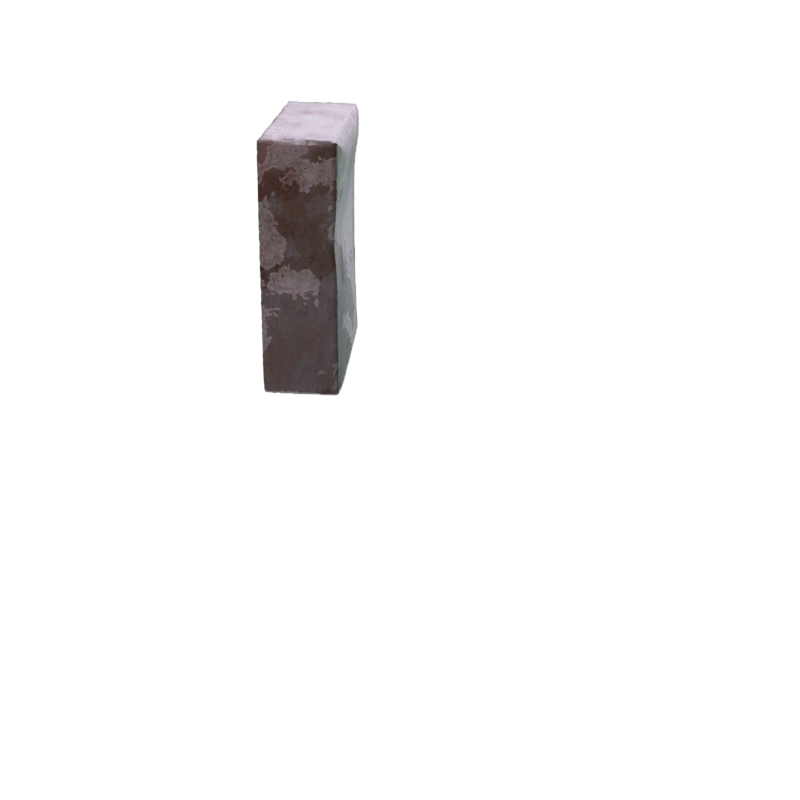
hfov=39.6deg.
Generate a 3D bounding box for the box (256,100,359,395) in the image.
[{"bbox_3d":[-0.074,-0.135,0.947,0.072,0.204,0.171,2,21,3],"label":"box"}]
